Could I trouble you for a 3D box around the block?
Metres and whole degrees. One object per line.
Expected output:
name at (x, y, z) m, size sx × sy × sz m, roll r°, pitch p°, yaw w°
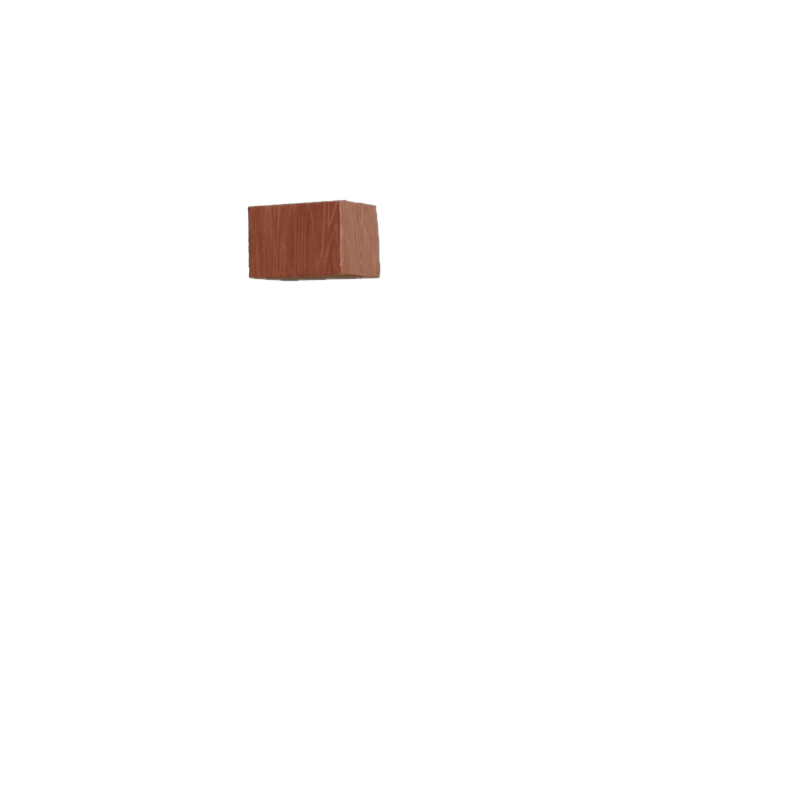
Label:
block at (-0.060, -0.109, 0.764) m, size 0.080 × 0.052 × 0.051 m, roll 1°, pitch 0°, yaw 29°
